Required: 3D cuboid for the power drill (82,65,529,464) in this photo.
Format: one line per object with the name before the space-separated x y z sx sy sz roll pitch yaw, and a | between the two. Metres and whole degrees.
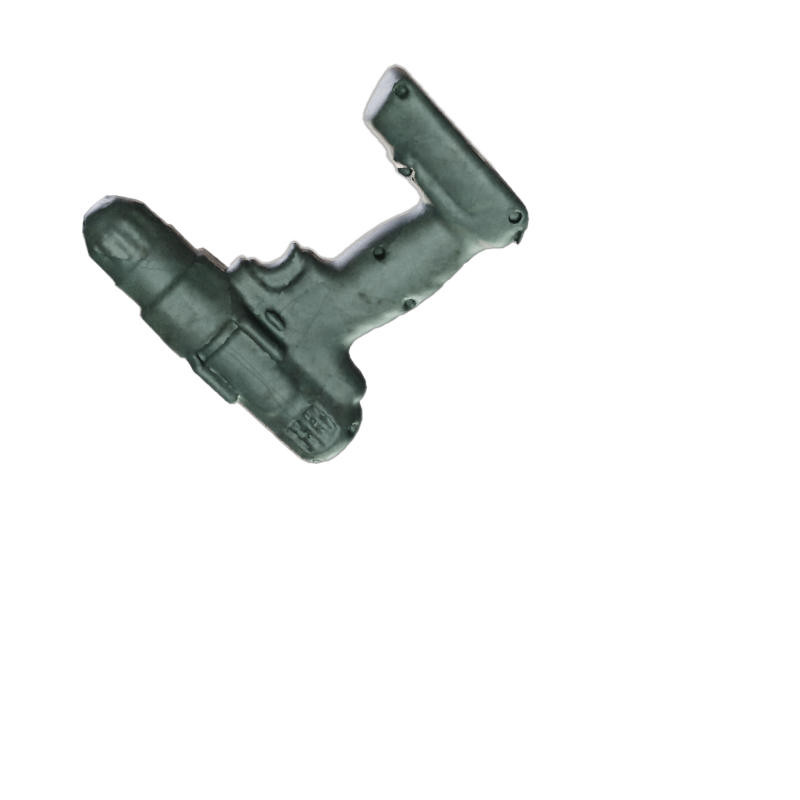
power drill | -0.045 -0.081 0.571 0.186 0.178 0.060 -42 14 13
